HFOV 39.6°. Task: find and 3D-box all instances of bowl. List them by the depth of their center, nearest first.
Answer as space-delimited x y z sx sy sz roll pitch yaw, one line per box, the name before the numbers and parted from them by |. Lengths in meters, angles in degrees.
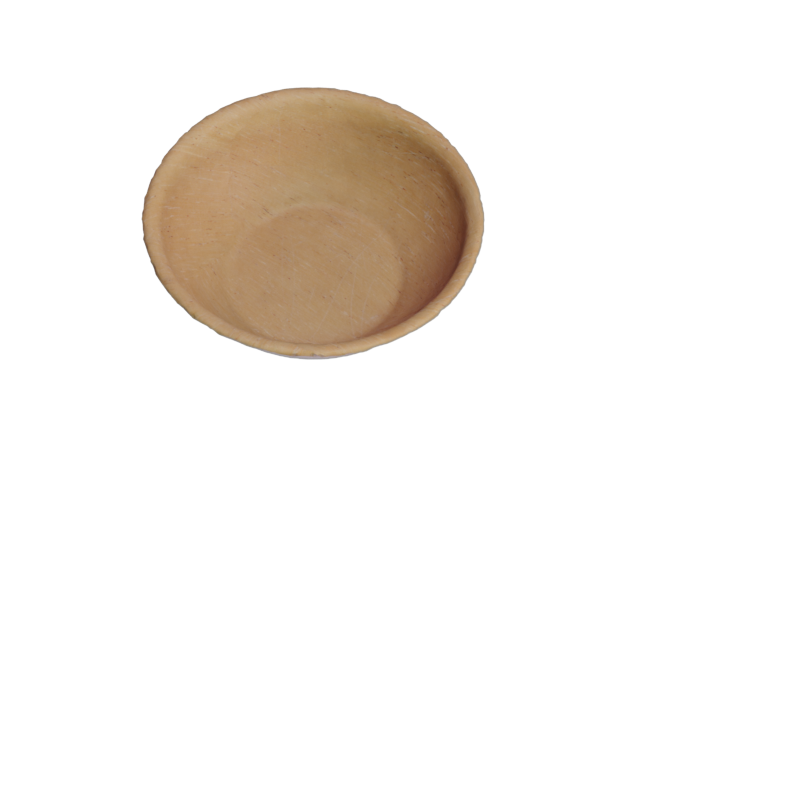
bowl | -0.043 -0.078 0.544 0.162 0.173 0.051 -1 -34 -1
